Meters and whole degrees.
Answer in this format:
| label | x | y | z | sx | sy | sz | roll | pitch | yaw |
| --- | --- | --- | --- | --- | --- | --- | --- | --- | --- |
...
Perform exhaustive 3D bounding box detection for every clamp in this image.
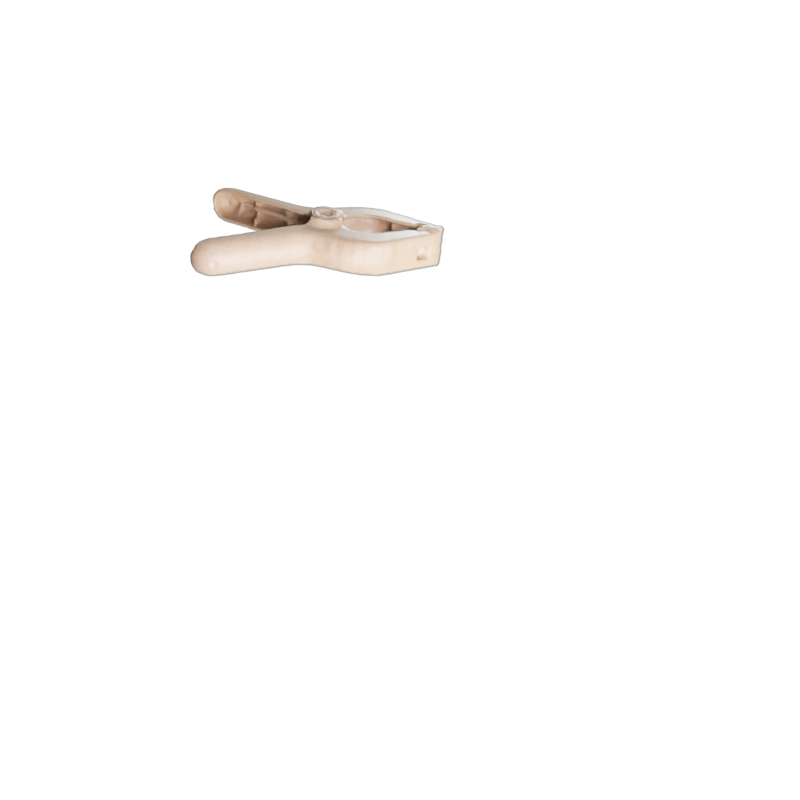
| label | x | y | z | sx | sy | sz | roll | pitch | yaw |
| --- | --- | --- | --- | --- | --- | --- | --- | --- | --- |
| clamp | -0.059 | -0.107 | 0.752 | 0.174 | 0.037 | 0.126 | 6 | 34 | 9 |
